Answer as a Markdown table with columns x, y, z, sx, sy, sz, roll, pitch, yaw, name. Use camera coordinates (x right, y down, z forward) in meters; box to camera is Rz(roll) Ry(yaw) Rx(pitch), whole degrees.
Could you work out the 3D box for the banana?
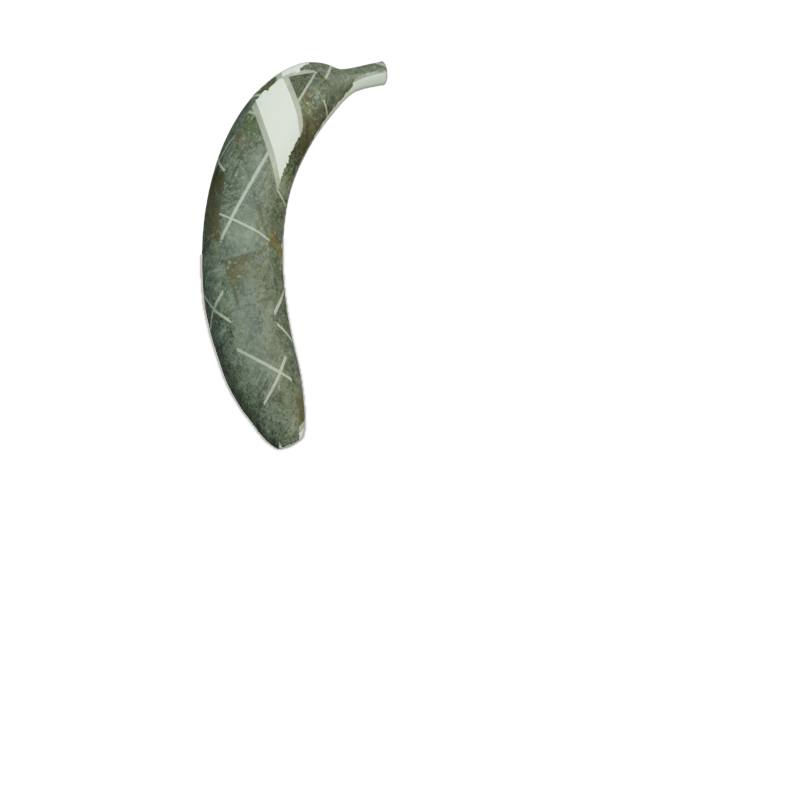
| x | y | z | sx | sy | sz | roll | pitch | yaw | name |
| --- | --- | --- | --- | --- | --- | --- | --- | --- | --- |
| -0.057 | -0.081 | 0.512 | 0.070 | 0.205 | 0.035 | 12 | -17 | 2 | banana |
